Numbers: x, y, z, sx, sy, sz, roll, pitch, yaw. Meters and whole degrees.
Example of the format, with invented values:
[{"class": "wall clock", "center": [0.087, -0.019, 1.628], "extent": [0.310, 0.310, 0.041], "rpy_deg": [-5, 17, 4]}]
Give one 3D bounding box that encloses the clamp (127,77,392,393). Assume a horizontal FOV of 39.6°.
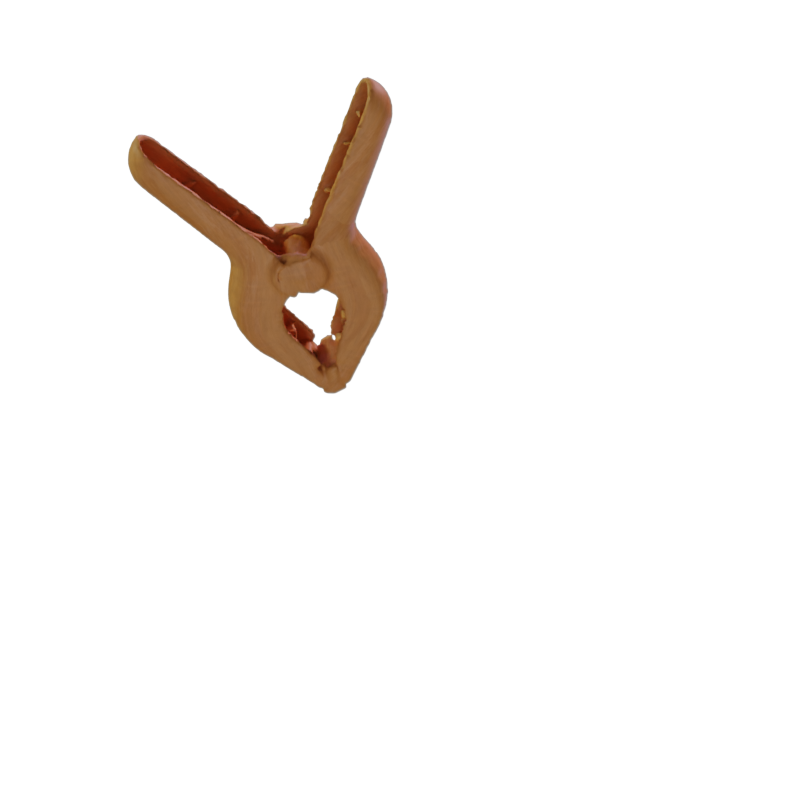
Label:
[{"class": "clamp", "center": [-0.042, -0.076, 0.534], "extent": [0.121, 0.042, 0.158], "rpy_deg": [-16, -49, 14]}]
